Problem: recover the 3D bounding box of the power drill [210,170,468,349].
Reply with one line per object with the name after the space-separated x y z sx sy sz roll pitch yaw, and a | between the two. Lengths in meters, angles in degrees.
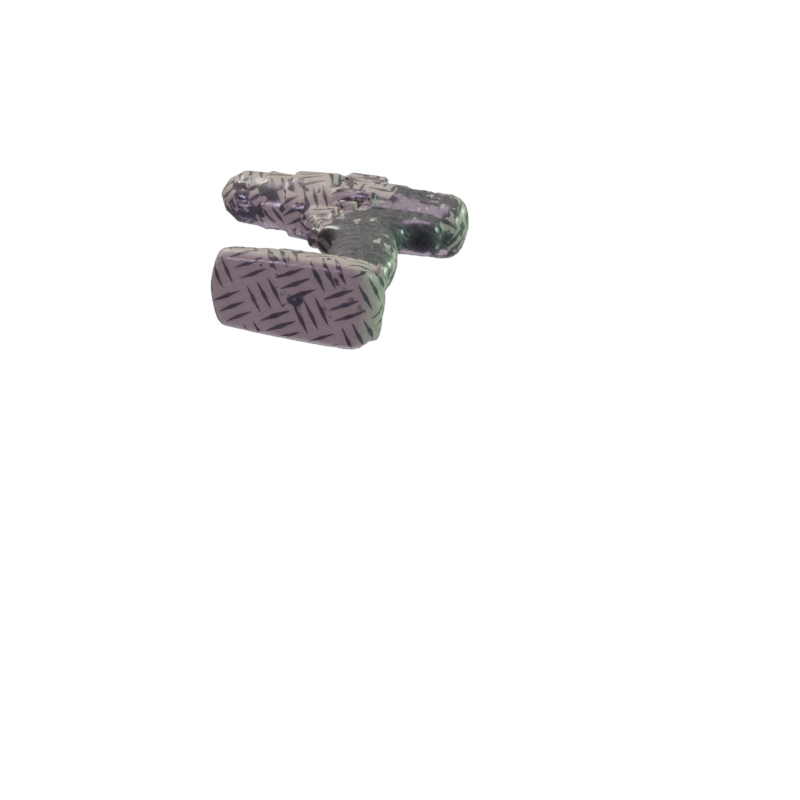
-0.059 -0.107 0.747 0.189 0.054 0.194 8 30 14 | power drill
